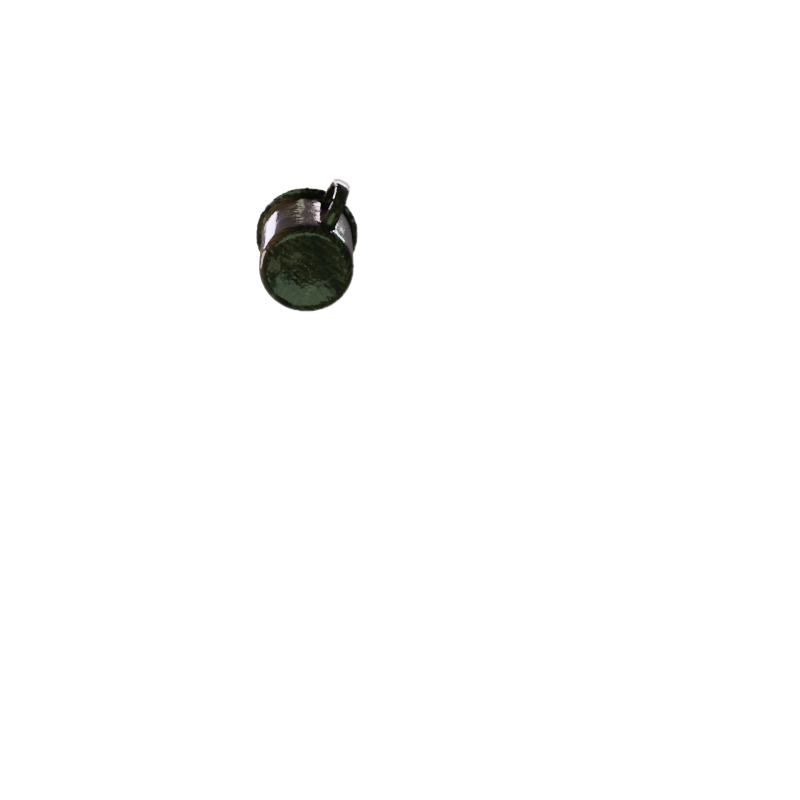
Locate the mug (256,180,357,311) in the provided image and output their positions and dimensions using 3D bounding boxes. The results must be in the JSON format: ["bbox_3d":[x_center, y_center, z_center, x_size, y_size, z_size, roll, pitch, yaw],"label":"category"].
[{"bbox_3d":[-0.076,-0.139,0.974,0.090,0.114,0.086,28,23,-15],"label":"mug"}]
